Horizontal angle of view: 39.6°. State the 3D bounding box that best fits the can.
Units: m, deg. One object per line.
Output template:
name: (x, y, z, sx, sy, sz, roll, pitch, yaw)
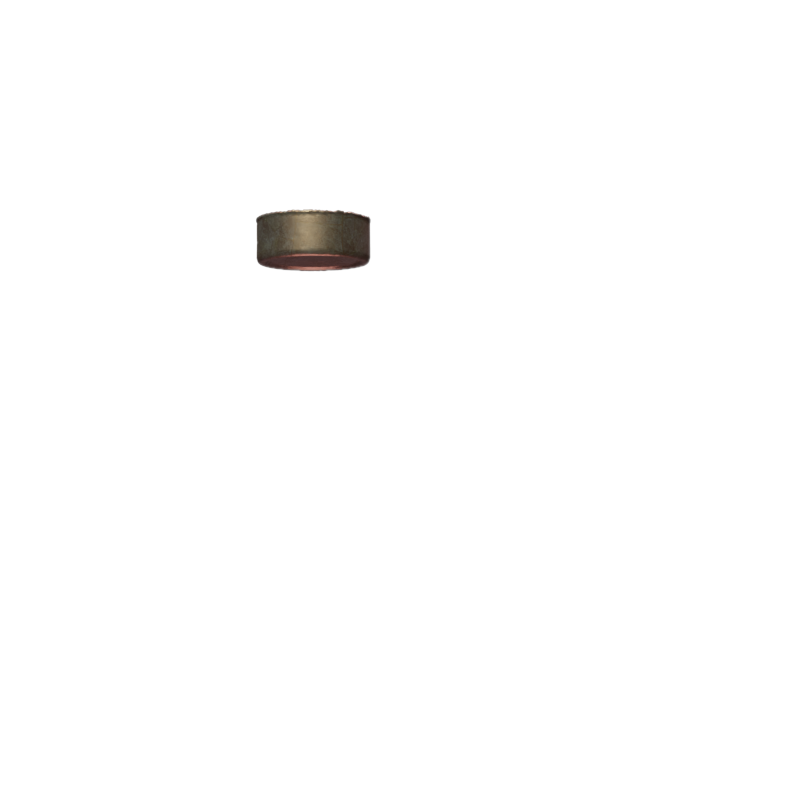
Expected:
can: (-0.065, -0.118, 0.824, 0.086, 0.034, 0.085, 0, -2, -2)
